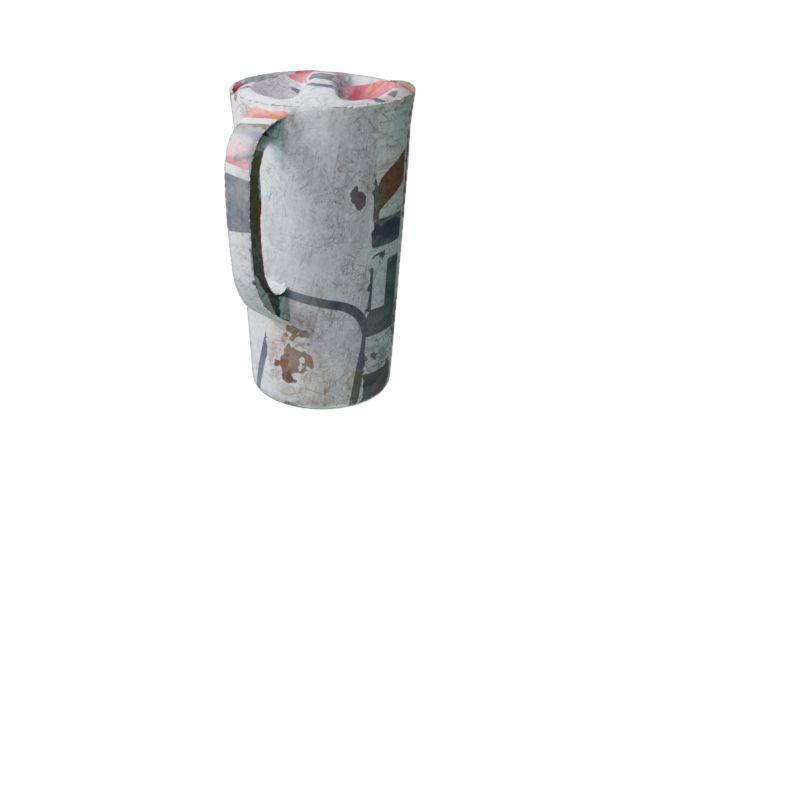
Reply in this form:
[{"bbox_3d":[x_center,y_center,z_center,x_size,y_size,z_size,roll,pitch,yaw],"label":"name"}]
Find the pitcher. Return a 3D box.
[{"bbox_3d":[-0.064,-0.117,0.823,0.147,0.232,0.154,-5,22,-15],"label":"pitcher"}]
